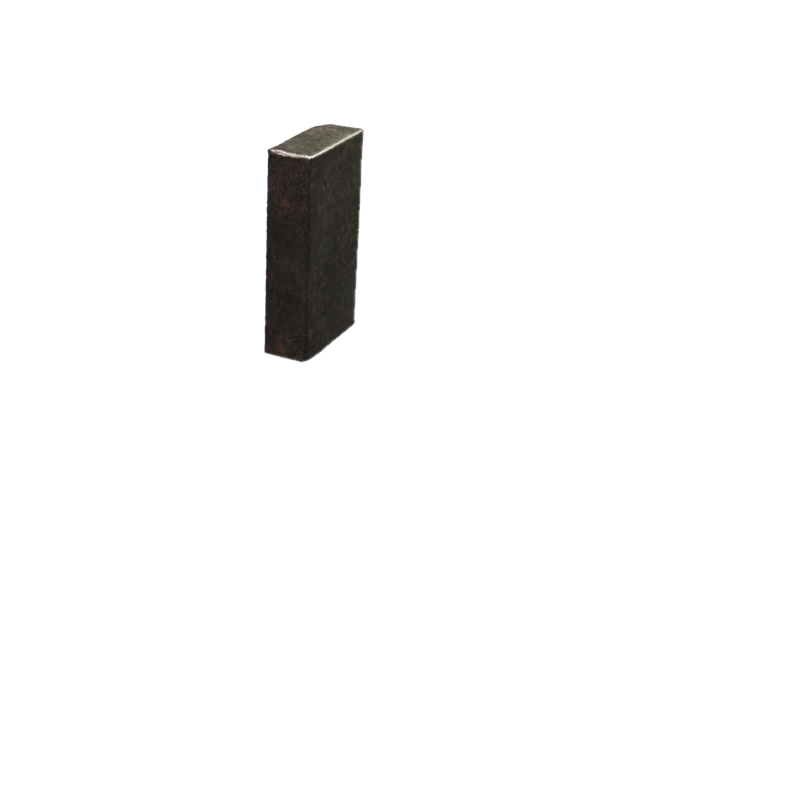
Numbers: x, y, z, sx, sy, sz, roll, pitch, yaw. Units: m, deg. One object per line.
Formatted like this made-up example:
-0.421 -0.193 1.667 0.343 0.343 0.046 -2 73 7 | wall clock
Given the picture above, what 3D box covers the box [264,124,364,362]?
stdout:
-0.071 -0.128 0.899 0.050 0.168 0.094 11 25 23 | box
